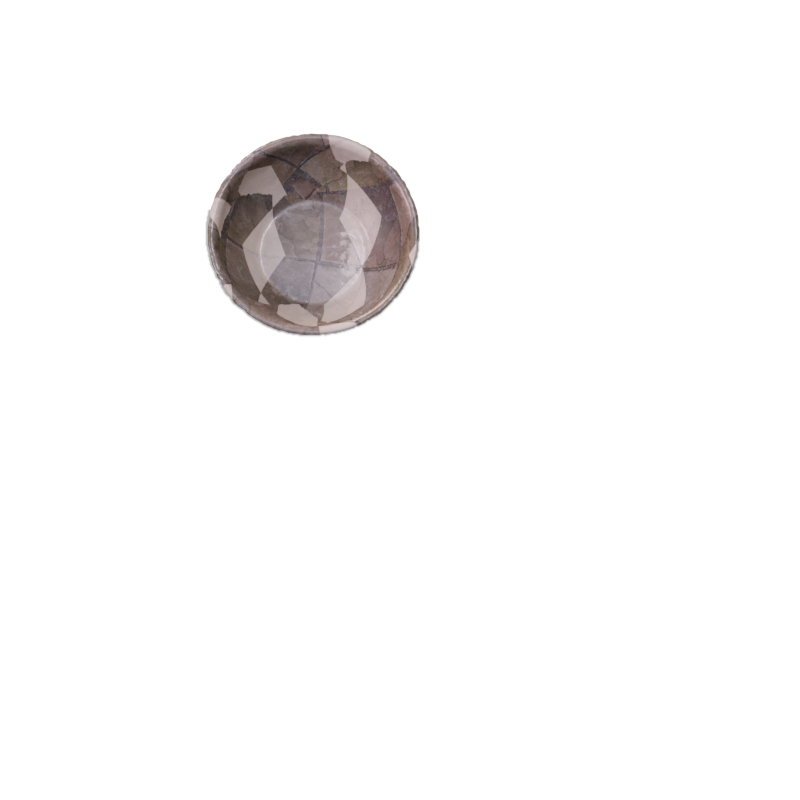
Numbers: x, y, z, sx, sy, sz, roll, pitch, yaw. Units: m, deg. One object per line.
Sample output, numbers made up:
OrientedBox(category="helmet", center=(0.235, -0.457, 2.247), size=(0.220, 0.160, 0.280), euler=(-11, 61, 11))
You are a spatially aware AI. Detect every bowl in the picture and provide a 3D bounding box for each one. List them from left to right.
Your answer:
OrientedBox(category="bowl", center=(-0.068, -0.124, 0.865), size=(0.162, 0.169, 0.053), euler=(-1, -16, -1))
